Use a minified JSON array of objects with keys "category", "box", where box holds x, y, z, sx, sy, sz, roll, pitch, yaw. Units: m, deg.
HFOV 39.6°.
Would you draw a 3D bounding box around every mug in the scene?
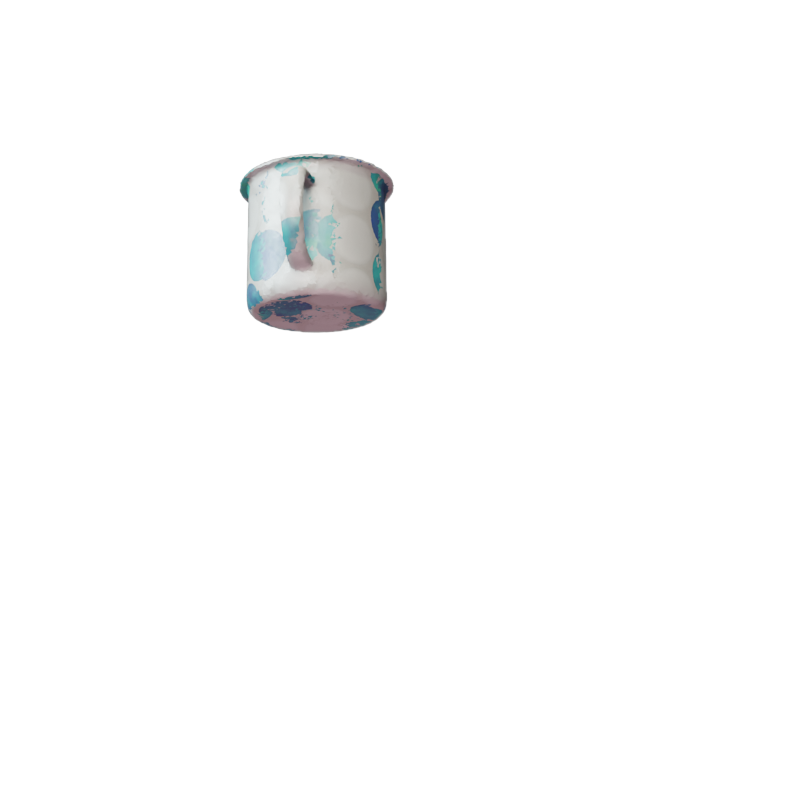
[{"category":"mug","box":[-0.050,-0.092,0.645,0.094,0.085,0.111,-3,-17,6]}]
